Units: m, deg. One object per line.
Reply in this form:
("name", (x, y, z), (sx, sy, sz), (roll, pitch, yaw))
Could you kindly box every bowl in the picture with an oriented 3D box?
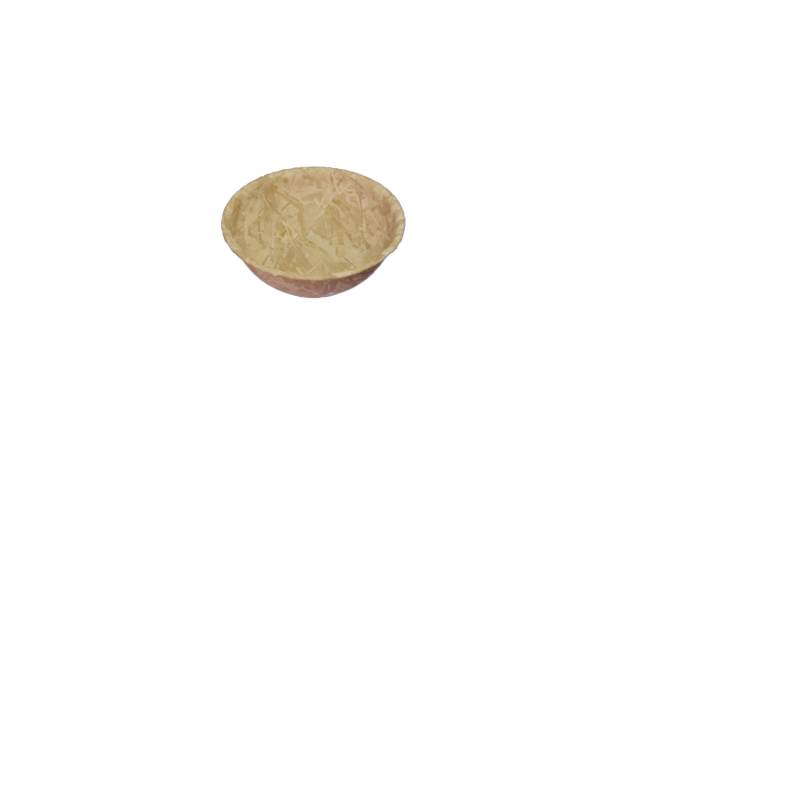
("bowl", (-0.077, -0.141, 0.985), (0.162, 0.051, 0.174), (-1, 44, -1))
